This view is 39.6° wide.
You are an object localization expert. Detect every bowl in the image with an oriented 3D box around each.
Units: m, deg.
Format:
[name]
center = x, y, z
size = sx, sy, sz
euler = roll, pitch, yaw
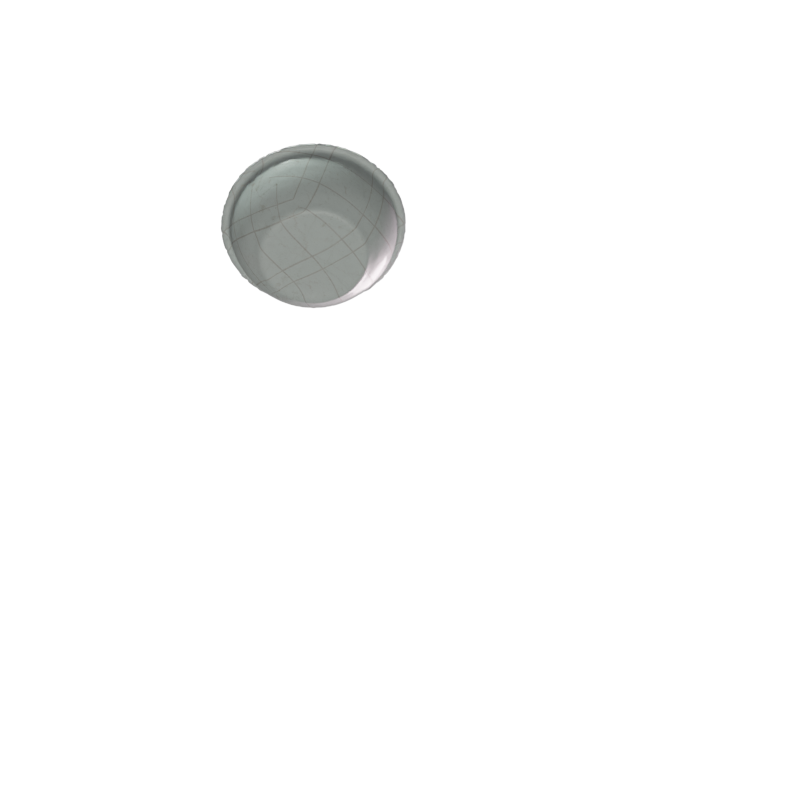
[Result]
[bowl]
center = -0.074, -0.136, 0.950
size = 0.162, 0.152, 0.059
euler = 1, 32, -1
